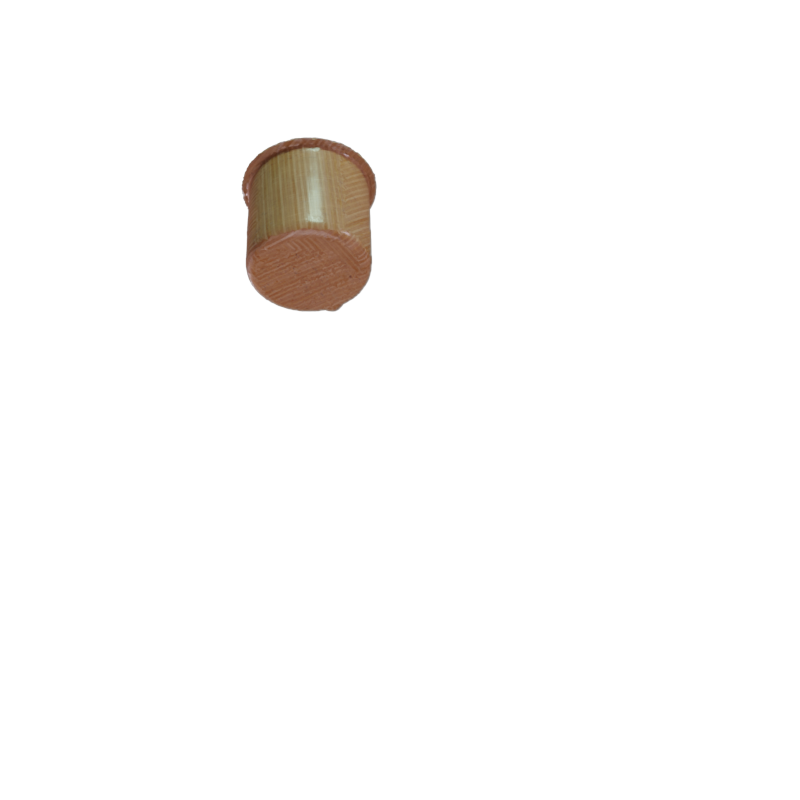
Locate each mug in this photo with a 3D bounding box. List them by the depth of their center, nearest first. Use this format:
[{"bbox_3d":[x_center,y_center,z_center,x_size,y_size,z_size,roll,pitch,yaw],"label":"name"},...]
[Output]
[{"bbox_3d":[-0.058,-0.106,0.745,0.094,0.087,0.108,-9,-41,8],"label":"mug"}]
